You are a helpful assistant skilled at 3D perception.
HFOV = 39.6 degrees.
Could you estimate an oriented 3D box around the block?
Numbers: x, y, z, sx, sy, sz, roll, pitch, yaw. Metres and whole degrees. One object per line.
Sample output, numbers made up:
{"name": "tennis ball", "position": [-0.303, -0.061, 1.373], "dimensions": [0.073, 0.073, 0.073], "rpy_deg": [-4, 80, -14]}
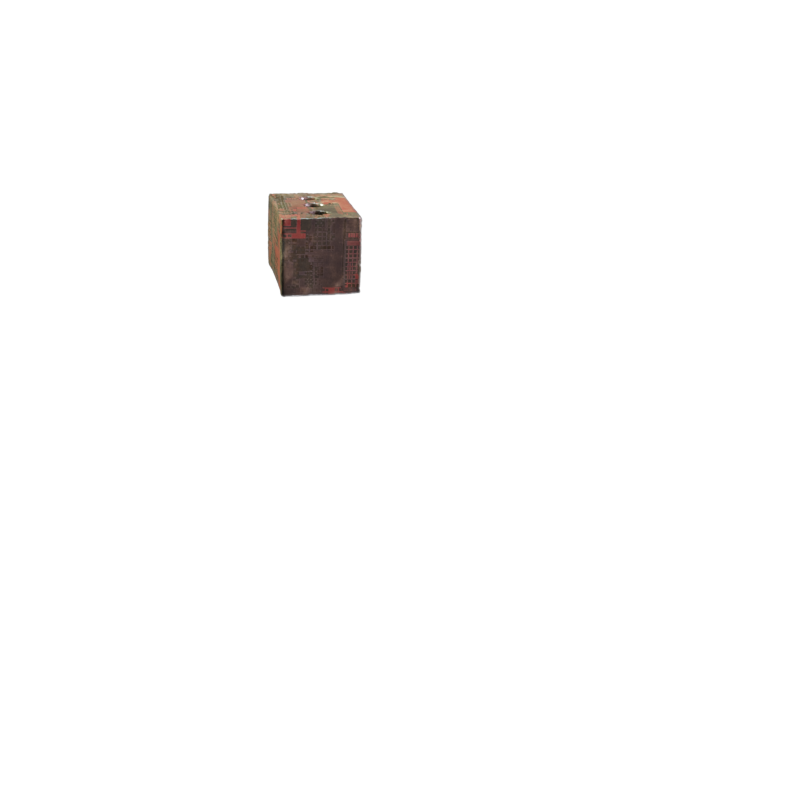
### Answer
{"name": "block", "position": [-0.057, -0.104, 0.725], "dimensions": [0.052, 0.049, 0.082], "rpy_deg": [-3, 20, -11]}
